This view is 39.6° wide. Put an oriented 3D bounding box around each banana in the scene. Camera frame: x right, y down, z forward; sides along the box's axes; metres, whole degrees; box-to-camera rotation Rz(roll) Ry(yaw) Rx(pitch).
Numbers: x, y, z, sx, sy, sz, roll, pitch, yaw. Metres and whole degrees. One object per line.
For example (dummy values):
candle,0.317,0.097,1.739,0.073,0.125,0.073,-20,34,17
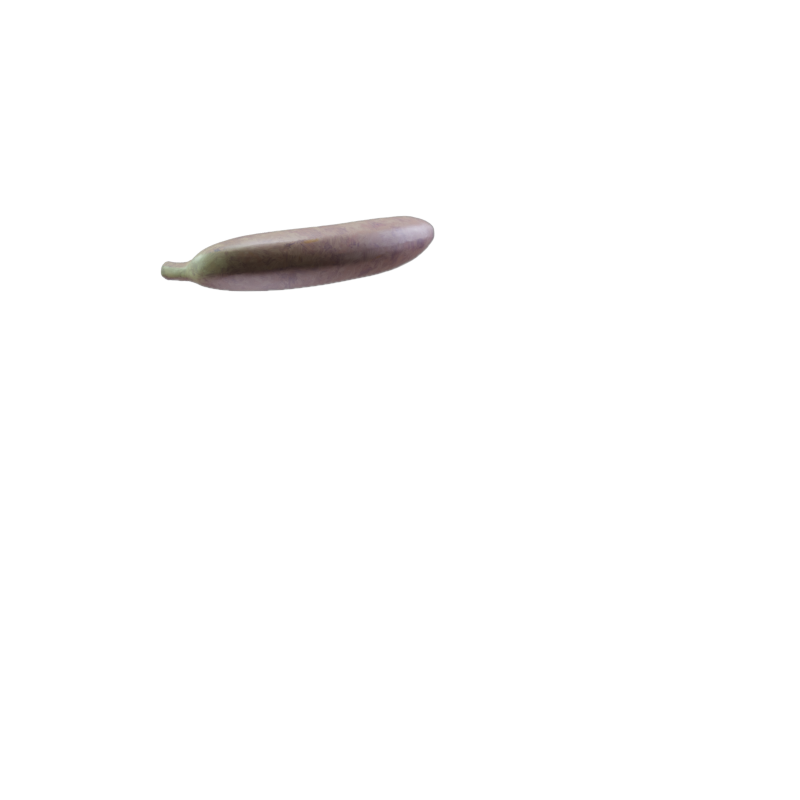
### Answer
banana,-0.053,-0.099,0.727,0.194,0.035,0.074,-10,24,-23
